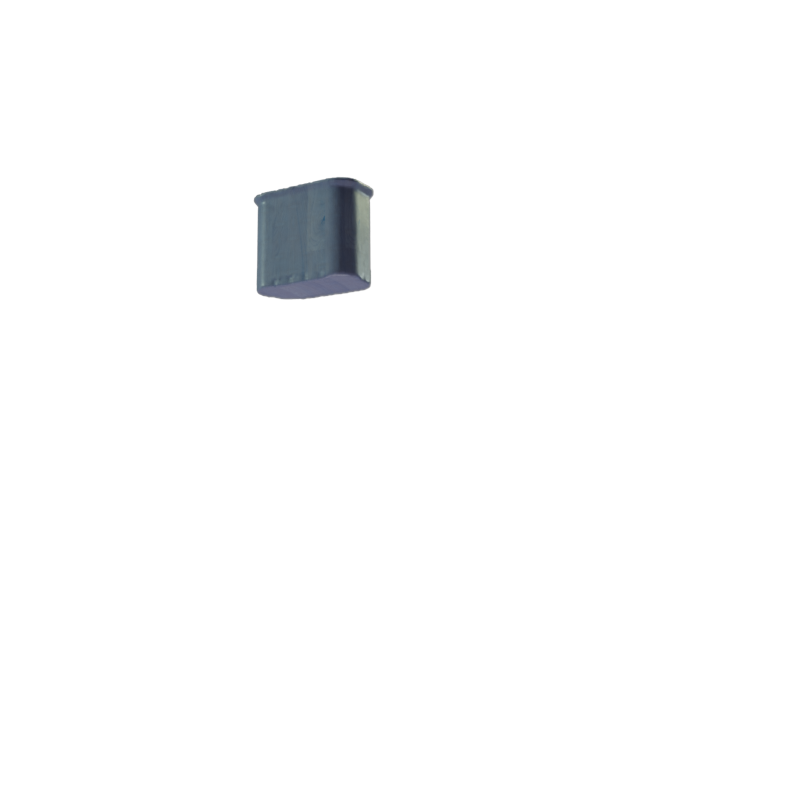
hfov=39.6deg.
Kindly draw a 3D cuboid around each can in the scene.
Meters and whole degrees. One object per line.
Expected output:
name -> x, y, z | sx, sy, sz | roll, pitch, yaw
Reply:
can -> -0.073, -0.132, 0.928 | 0.104, 0.087, 0.054 | -7, -15, 30
